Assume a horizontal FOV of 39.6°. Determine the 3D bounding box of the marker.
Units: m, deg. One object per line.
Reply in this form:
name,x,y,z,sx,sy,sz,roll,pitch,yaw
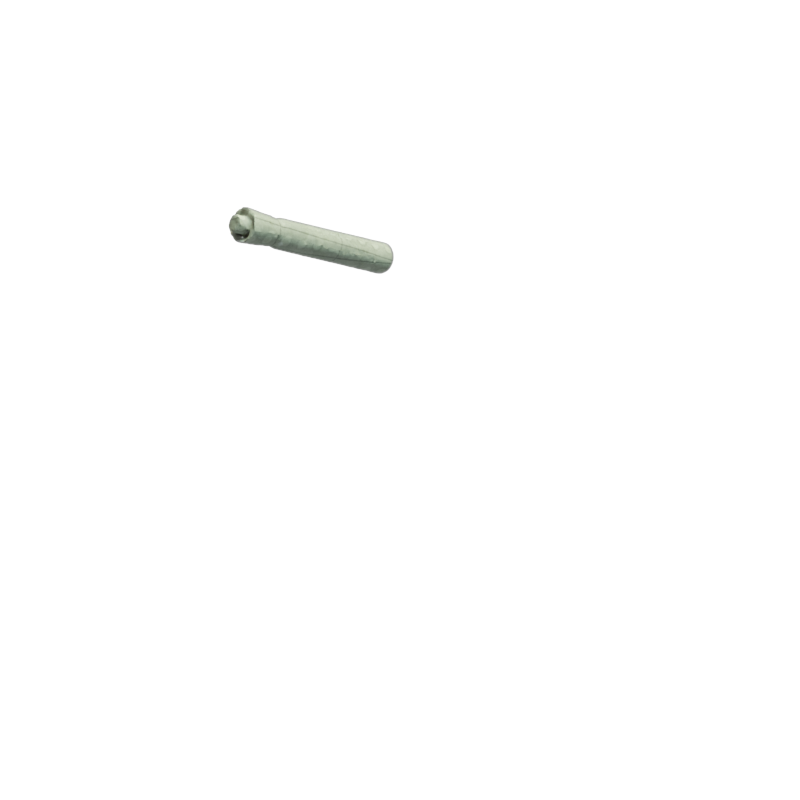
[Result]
marker,-0.048,-0.087,0.610,0.021,0.020,0.115,4,-1,40
